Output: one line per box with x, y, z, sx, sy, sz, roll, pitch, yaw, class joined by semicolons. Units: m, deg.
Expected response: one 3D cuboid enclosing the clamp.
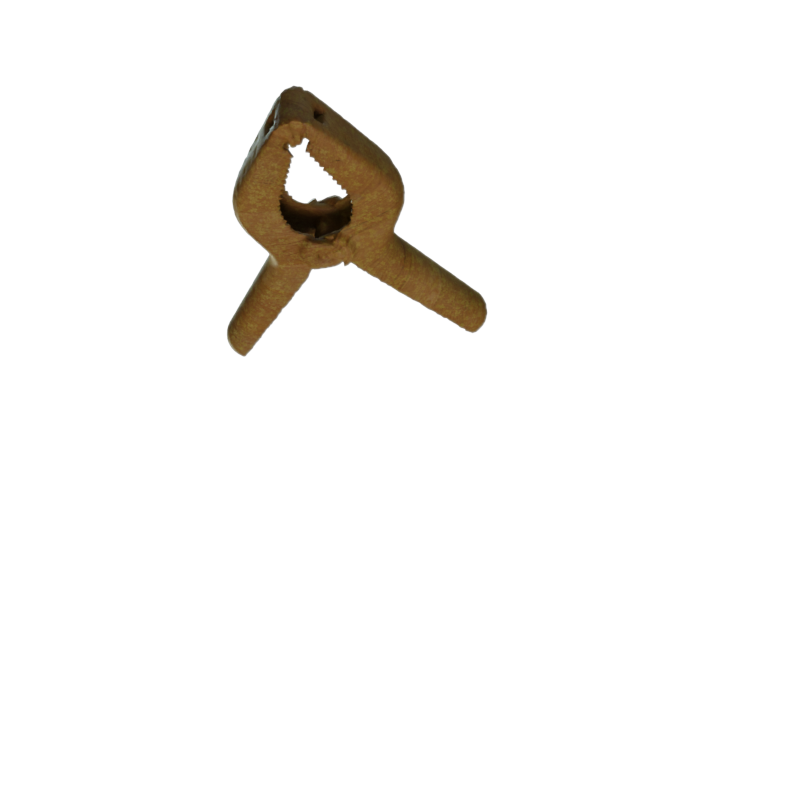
-0.050;-0.091;0.639;0.166;0.039;0.194;-10;-37;13;clamp
